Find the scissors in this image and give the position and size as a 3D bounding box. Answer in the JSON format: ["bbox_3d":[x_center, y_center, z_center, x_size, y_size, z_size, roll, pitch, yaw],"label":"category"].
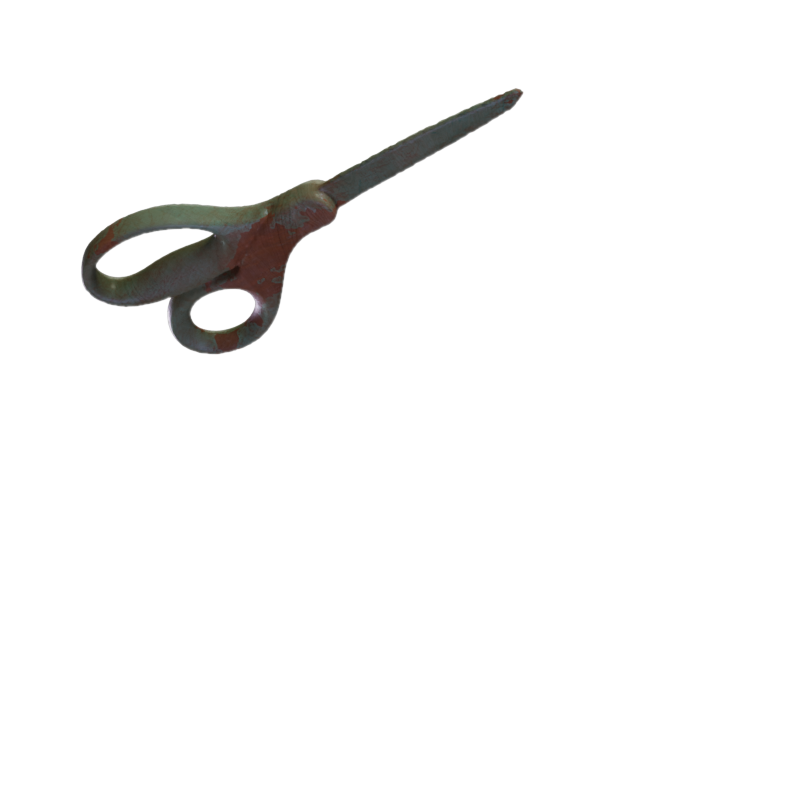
[{"bbox_3d":[-0.036,-0.067,0.466,0.204,0.017,0.089,-13,-42,15],"label":"scissors"}]
